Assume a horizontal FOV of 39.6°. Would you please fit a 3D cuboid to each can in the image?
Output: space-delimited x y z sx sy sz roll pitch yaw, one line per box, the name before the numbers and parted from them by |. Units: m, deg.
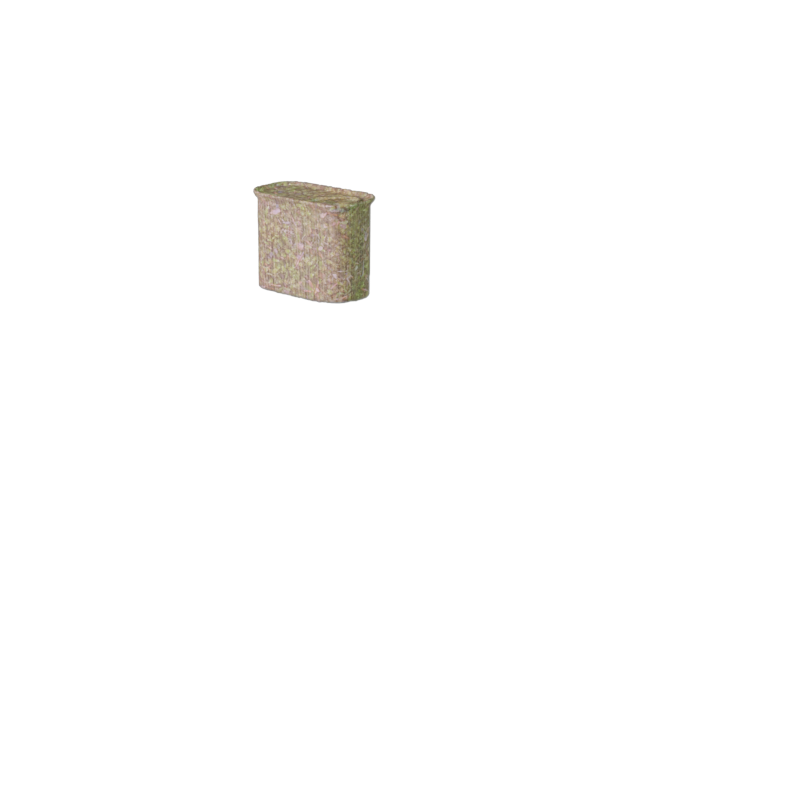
can | -0.071 -0.130 0.911 0.107 0.081 0.057 15 22 36
